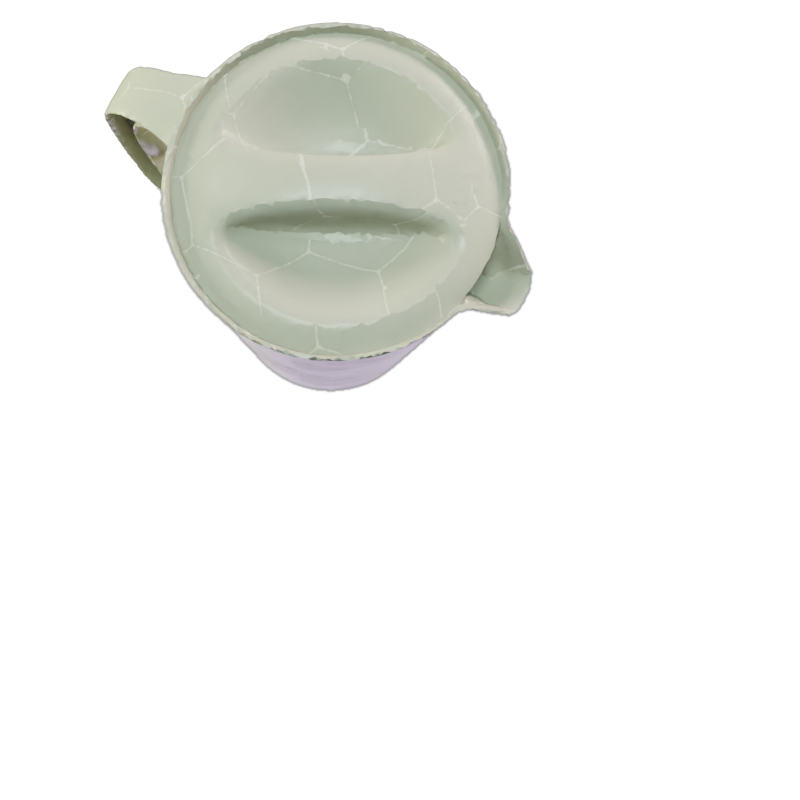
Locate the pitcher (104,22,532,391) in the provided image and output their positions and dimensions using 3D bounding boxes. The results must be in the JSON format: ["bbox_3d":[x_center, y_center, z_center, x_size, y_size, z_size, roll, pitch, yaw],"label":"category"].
[{"bbox_3d":[-0.041,-0.076,0.530,0.144,0.153,0.237,-18,-7,-6],"label":"pitcher"}]
